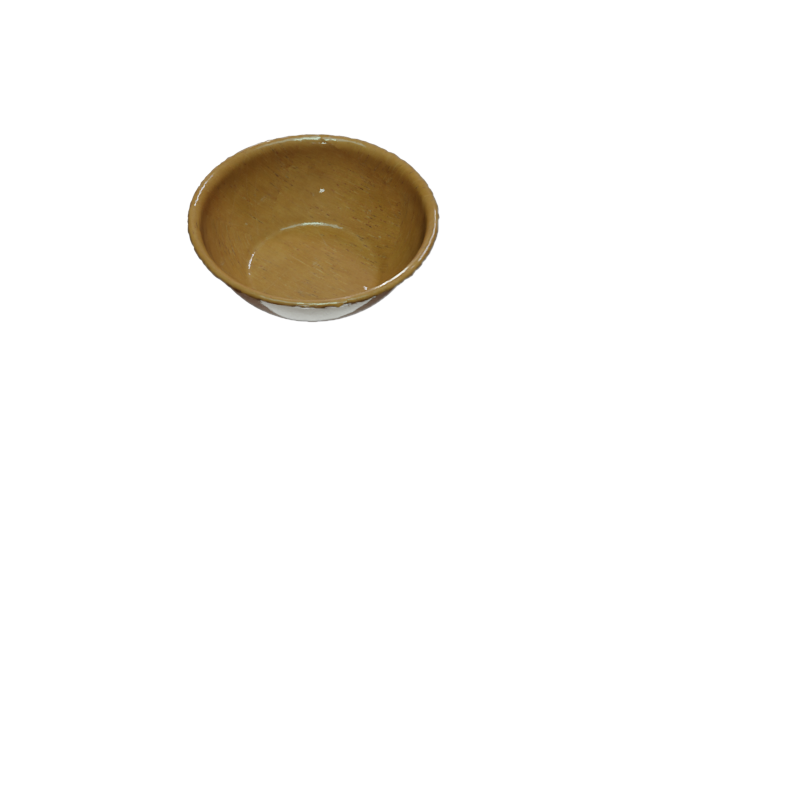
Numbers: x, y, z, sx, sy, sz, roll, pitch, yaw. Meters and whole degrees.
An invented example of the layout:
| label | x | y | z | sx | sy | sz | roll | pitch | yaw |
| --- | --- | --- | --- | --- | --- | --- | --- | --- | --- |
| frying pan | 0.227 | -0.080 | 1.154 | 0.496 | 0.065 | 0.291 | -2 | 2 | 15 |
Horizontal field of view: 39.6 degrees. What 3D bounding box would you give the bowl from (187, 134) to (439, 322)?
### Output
| label | x | y | z | sx | sy | sz | roll | pitch | yaw |
| --- | --- | --- | --- | --- | --- | --- | --- | --- | --- |
| bowl | -0.057 | -0.104 | 0.728 | 0.162 | 0.174 | 0.051 | -1 | -41 | -1 |
